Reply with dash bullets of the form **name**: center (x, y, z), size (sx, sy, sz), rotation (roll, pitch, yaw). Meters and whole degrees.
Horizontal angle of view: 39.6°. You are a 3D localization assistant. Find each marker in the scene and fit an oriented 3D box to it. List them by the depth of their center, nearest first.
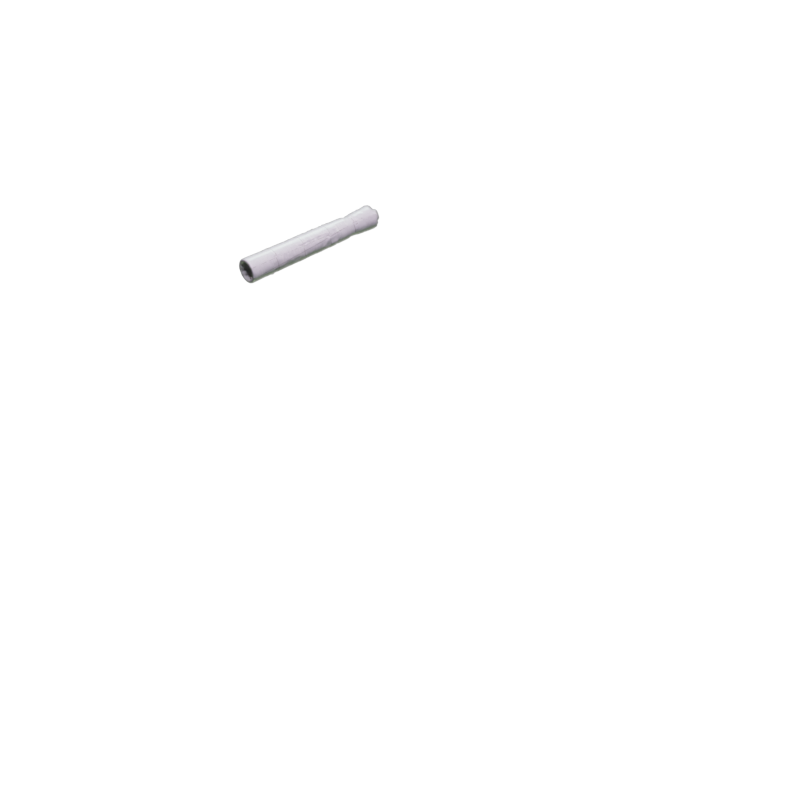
- **marker**: center (-0.064, -0.116, 0.812), size (0.120, 0.019, 0.021), rotation (-29, 20, -31)
